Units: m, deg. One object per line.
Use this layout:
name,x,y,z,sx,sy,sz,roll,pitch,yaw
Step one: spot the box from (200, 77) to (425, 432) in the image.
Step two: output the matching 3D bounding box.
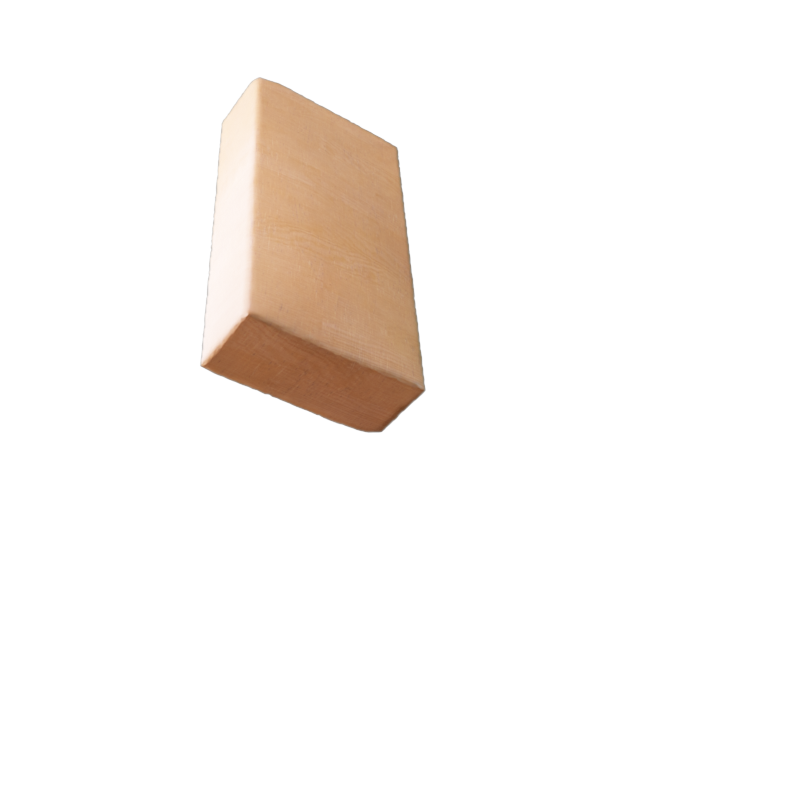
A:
box,-0.042,-0.076,0.531,0.089,0.189,0.047,22,-48,-26
